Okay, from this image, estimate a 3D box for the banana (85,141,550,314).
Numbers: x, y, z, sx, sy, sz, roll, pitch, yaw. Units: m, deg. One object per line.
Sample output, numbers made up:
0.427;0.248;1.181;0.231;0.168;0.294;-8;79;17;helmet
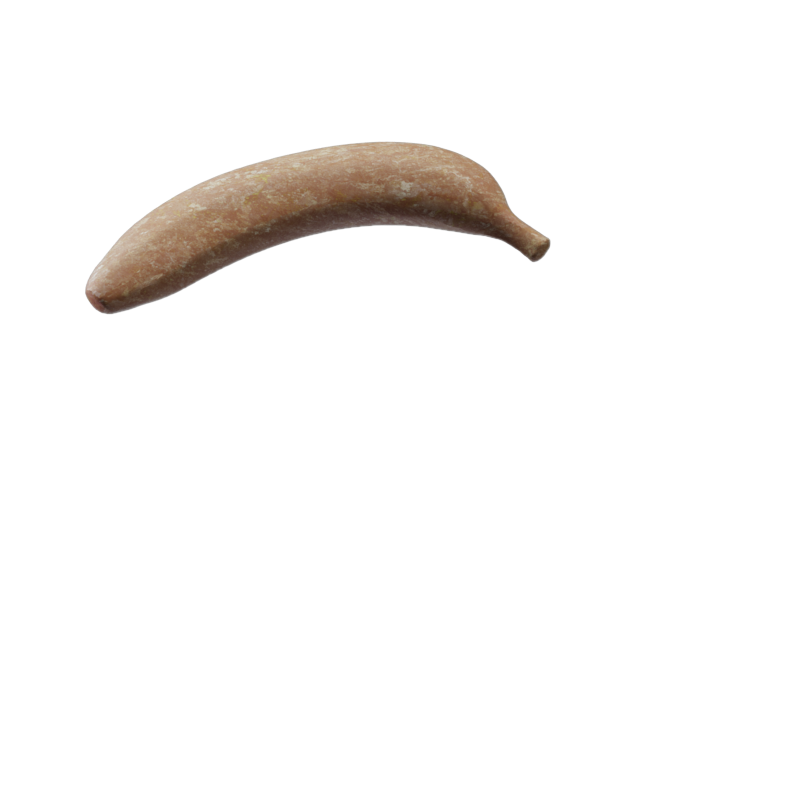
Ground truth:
-0.038;-0.080;0.477;0.196;0.034;0.075;-10;43;-10;banana
